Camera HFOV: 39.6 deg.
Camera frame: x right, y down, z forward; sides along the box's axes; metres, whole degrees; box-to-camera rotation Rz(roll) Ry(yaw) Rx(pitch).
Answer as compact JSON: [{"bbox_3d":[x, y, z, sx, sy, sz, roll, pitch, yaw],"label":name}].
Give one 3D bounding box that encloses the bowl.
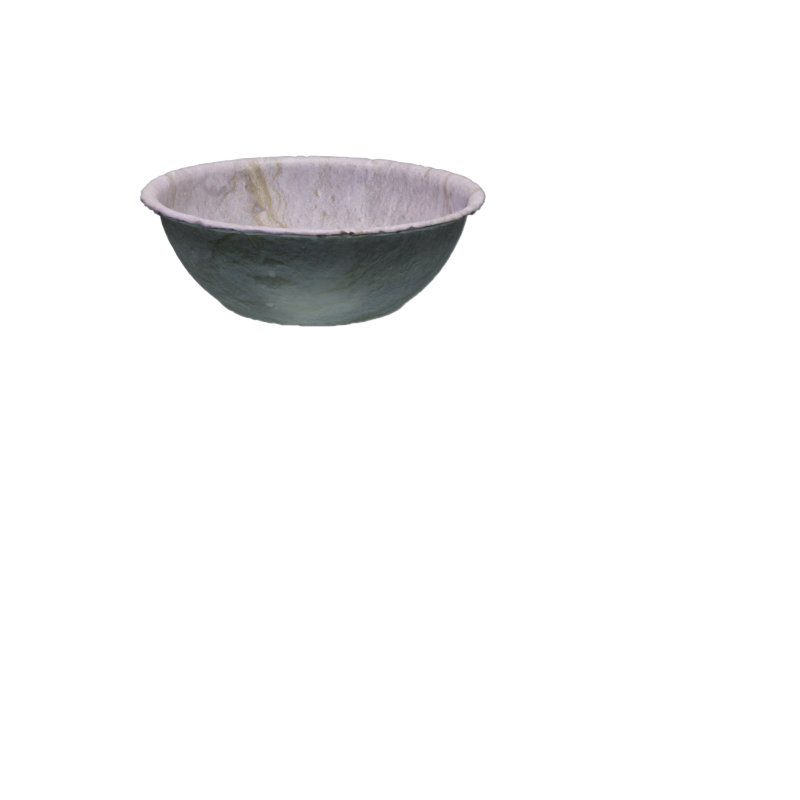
[{"bbox_3d":[-0.041,-0.076,0.529,0.162,0.053,0.169,-1,22,-2],"label":"bowl"}]
